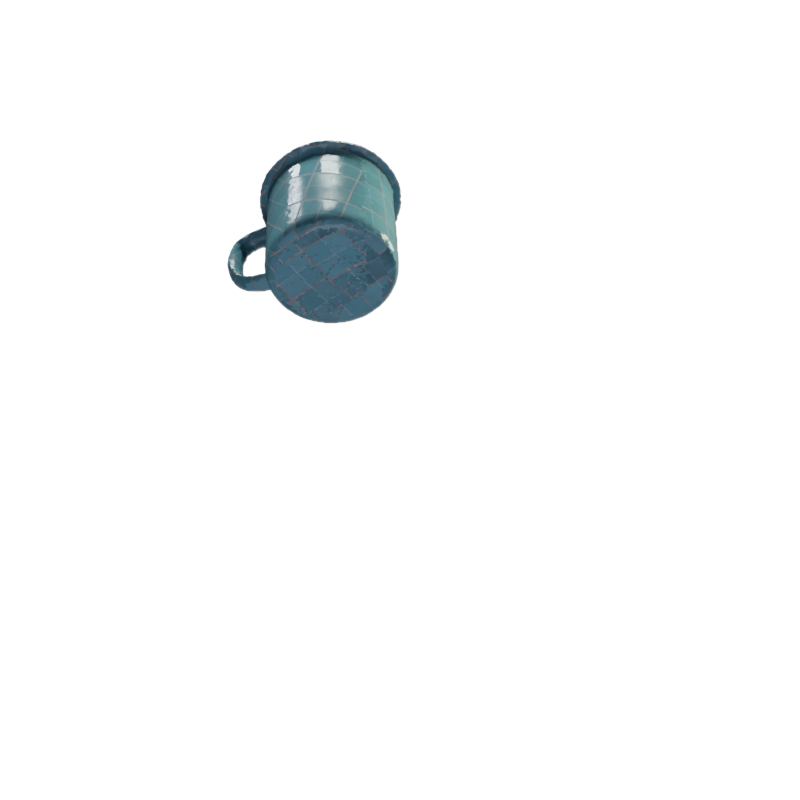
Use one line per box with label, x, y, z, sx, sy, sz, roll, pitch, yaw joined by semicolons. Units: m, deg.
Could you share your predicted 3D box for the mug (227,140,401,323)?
mug;-0.055;-0.100;0.700;0.118;0.086;0.087;-15;39;11
